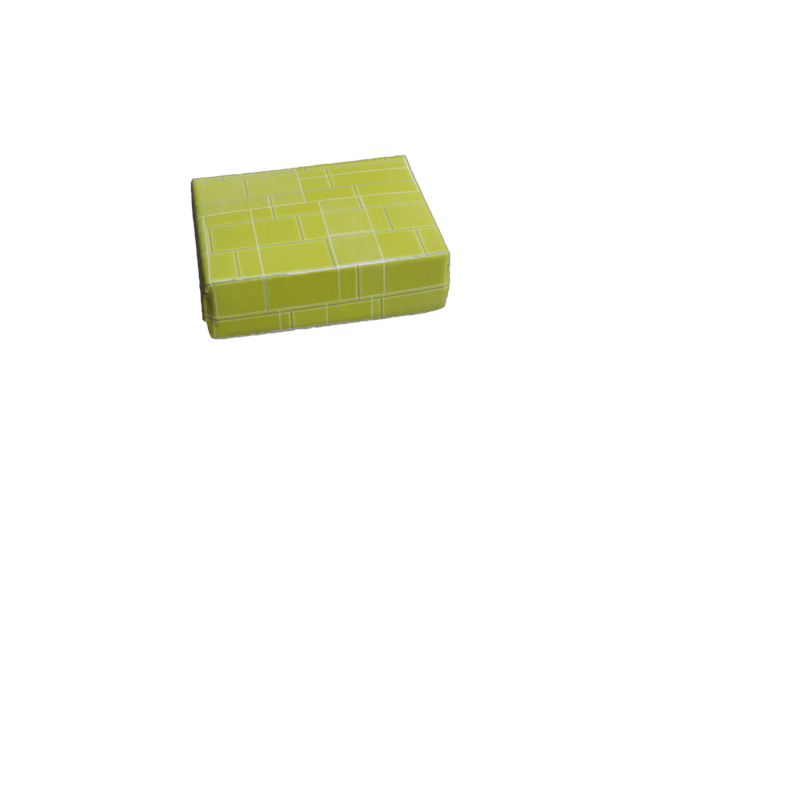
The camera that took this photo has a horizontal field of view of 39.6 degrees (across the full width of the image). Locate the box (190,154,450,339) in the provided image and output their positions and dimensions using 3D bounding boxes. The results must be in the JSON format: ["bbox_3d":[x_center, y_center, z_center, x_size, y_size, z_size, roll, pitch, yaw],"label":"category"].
[{"bbox_3d":[-0.041,-0.076,0.530,0.112,0.036,0.097,-7,41,-8],"label":"box"}]
